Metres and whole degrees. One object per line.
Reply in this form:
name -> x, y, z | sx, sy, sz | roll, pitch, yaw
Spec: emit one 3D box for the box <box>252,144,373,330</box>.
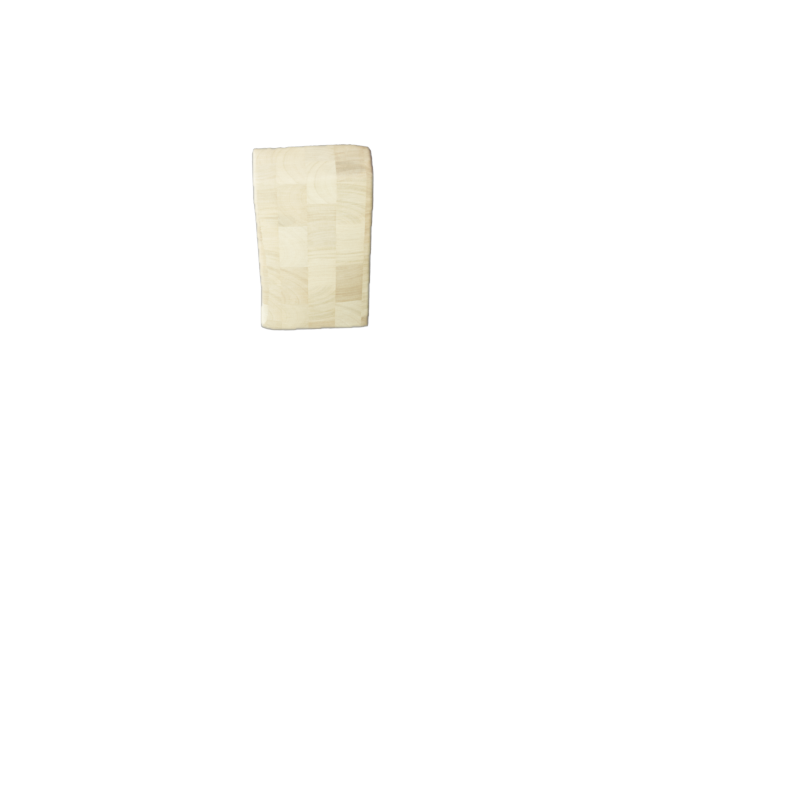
box -> -0.070, -0.128, 0.897 | 0.093, 0.052, 0.164 | -1, -42, -4
